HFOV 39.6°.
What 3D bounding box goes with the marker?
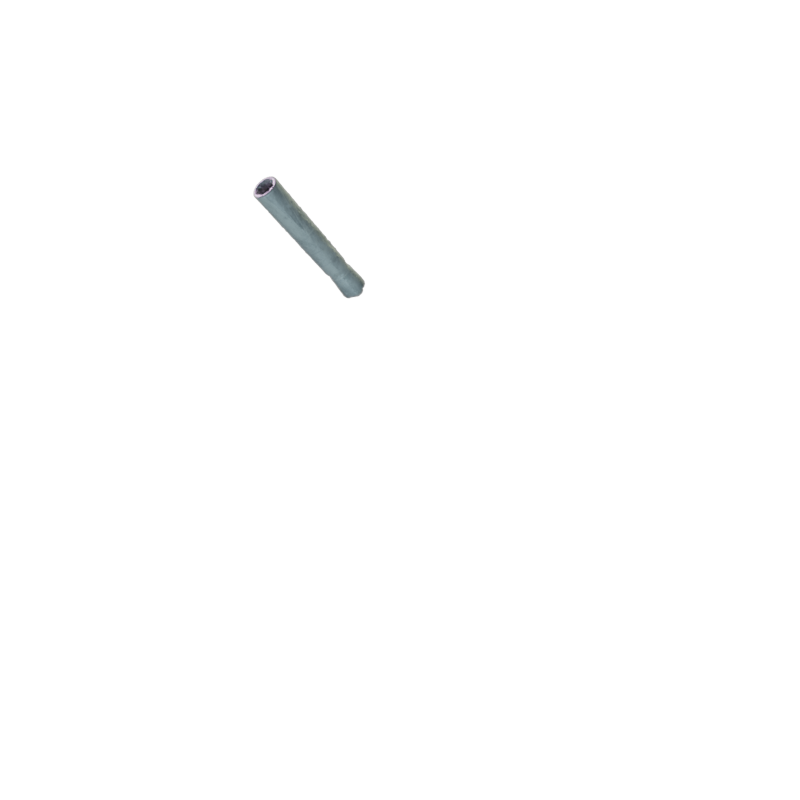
[{"bbox_3d":[-0.060,-0.110,0.770,0.021,0.020,0.112,3,-32,41],"label":"marker"}]
